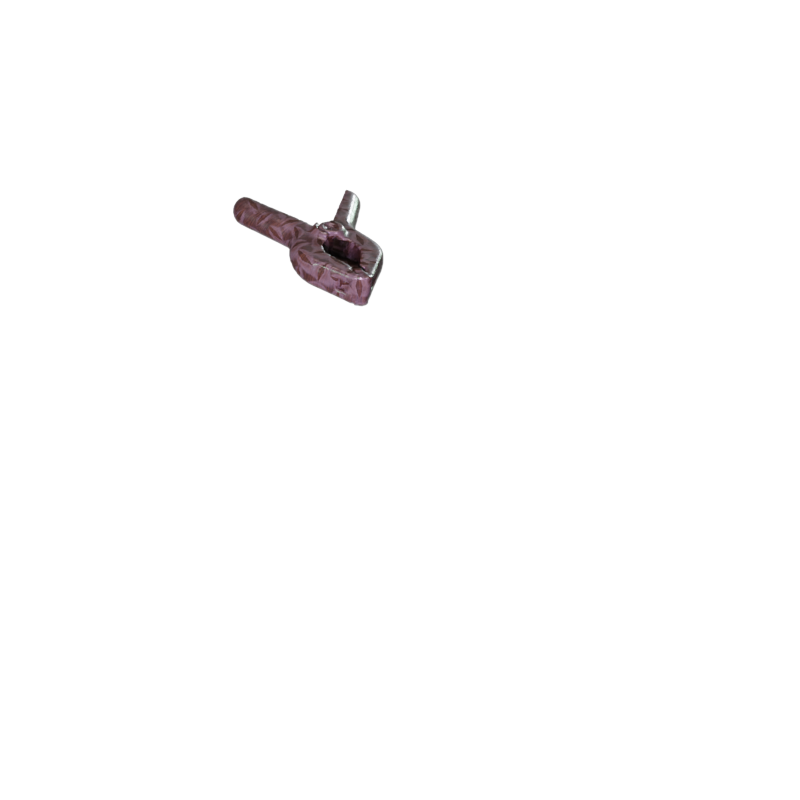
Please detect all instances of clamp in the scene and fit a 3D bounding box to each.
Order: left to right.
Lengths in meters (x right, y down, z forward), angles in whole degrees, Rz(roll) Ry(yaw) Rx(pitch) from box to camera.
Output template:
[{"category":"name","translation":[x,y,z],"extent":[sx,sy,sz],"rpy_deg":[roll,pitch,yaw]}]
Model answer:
[{"category":"clamp","translation":[-0.075,-0.136,0.954],"extent":[0.118,0.037,0.184],"rpy_deg":[-8,34,-13]}]
